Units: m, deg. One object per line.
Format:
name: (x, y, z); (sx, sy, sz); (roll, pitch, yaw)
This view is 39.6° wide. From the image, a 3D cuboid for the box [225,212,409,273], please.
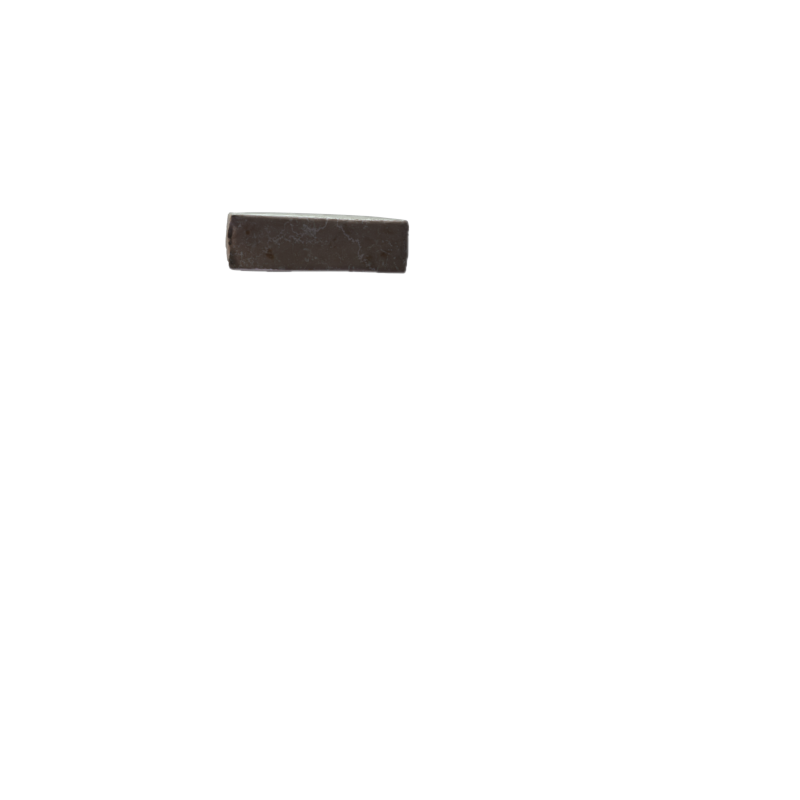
box: (-0.056, -0.103, 0.719); (0.112, 0.038, 0.092); (-1, 8, -7)
